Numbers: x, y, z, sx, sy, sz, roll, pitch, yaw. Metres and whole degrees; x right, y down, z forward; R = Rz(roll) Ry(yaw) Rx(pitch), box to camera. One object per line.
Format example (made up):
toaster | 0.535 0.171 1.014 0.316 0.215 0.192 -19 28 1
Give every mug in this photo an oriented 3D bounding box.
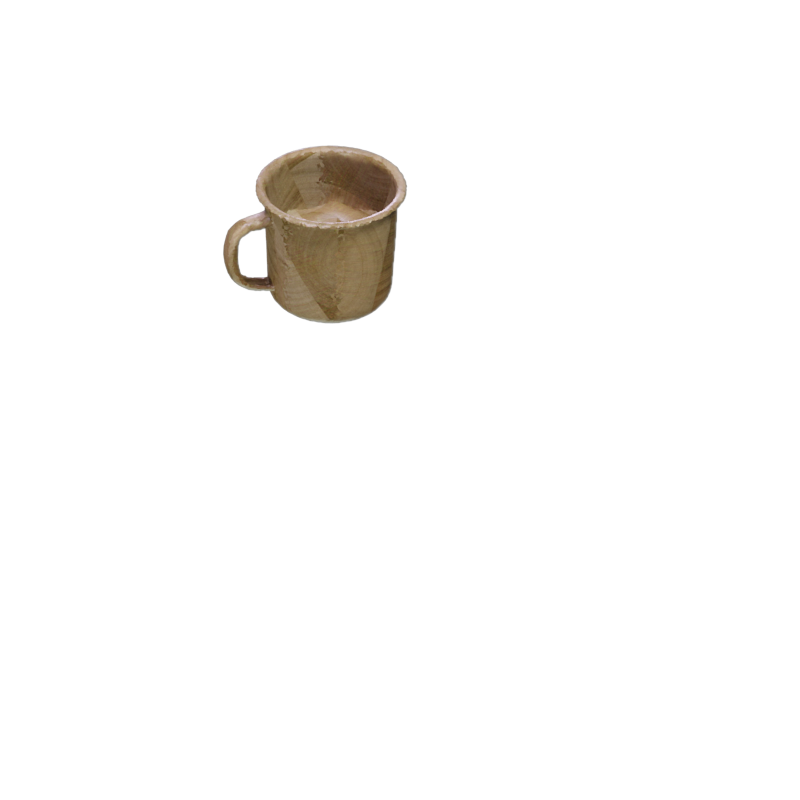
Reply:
mug | -0.055 -0.100 0.698 0.116 0.076 0.101 -17 43 -21
